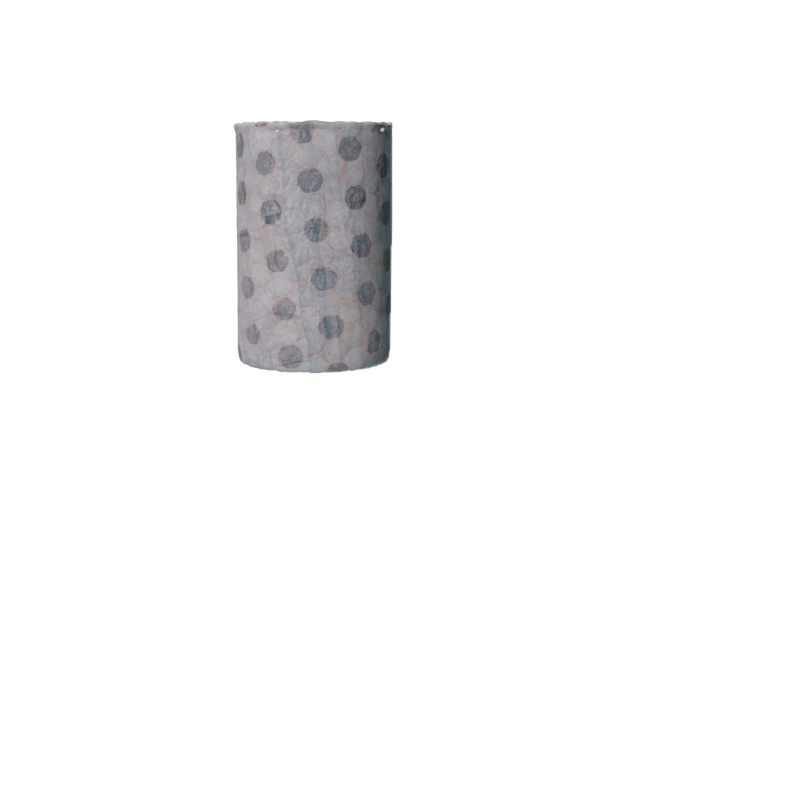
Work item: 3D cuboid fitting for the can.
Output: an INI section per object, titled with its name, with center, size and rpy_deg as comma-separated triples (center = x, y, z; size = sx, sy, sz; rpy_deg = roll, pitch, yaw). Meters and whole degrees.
[can]
center = -0.037, -0.068, 0.477
size = 0.068, 0.101, 0.070
rpy_deg = 0, 7, -2
